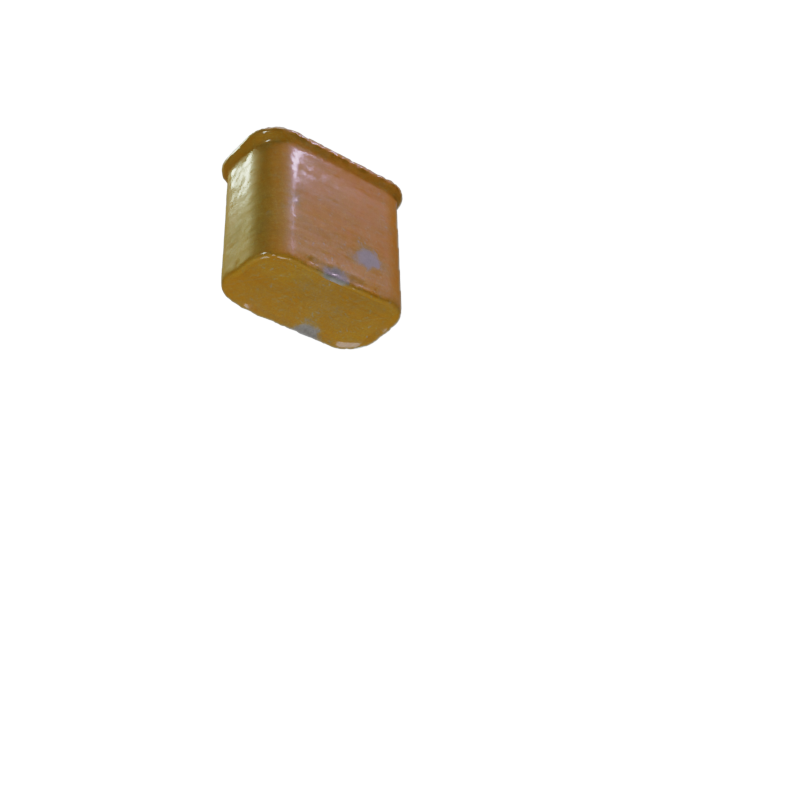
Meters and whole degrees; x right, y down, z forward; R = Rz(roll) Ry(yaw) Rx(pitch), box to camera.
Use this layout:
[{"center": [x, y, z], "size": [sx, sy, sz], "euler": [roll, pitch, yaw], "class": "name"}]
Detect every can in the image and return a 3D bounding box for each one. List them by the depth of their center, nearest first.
[{"center": [-0.046, -0.085, 0.594], "size": [0.096, 0.090, 0.057], "euler": [23, -42, -31], "class": "can"}]
